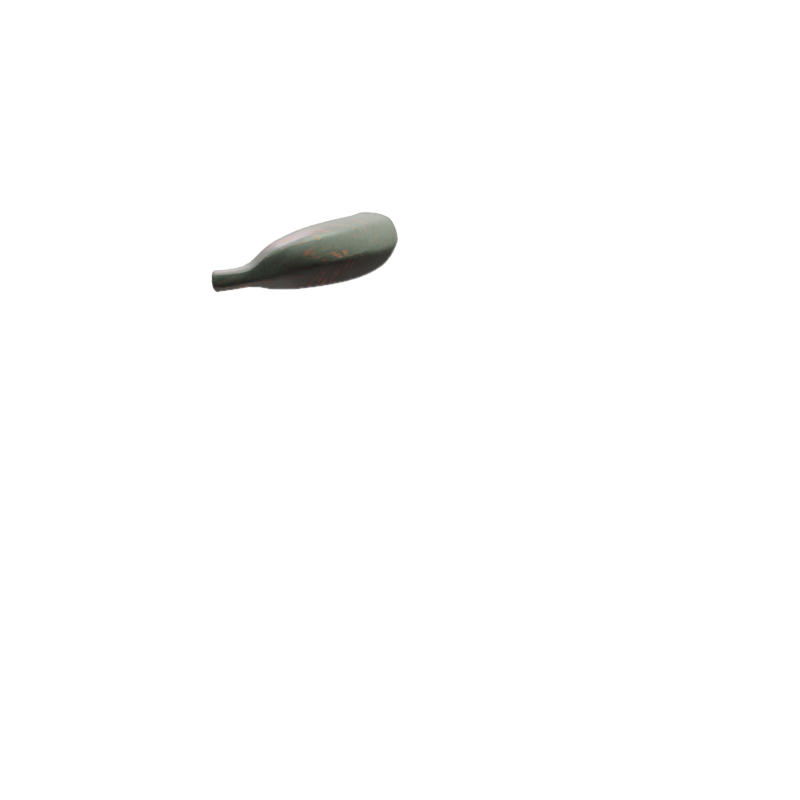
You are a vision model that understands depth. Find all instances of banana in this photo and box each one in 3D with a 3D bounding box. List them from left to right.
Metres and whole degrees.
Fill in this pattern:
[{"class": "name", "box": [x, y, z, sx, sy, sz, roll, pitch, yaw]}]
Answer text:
[{"class": "banana", "box": [-0.040, -0.098, 0.694, 0.072, 0.036, 0.196, 6, 16, 23]}]
